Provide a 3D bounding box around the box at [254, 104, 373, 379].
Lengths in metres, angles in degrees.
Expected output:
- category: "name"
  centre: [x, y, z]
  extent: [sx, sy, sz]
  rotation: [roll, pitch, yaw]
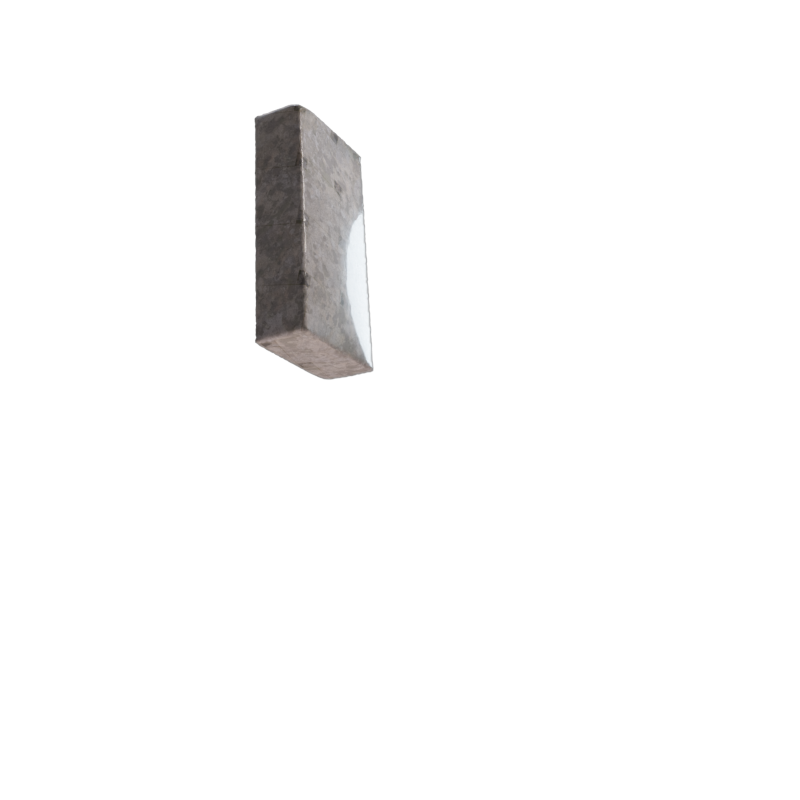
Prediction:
- category: "box"
  centre: [-0.061, -0.111, 0.776]
  extent: [0.049, 0.186, 0.087]
  rotation: [-15, -27, 26]
